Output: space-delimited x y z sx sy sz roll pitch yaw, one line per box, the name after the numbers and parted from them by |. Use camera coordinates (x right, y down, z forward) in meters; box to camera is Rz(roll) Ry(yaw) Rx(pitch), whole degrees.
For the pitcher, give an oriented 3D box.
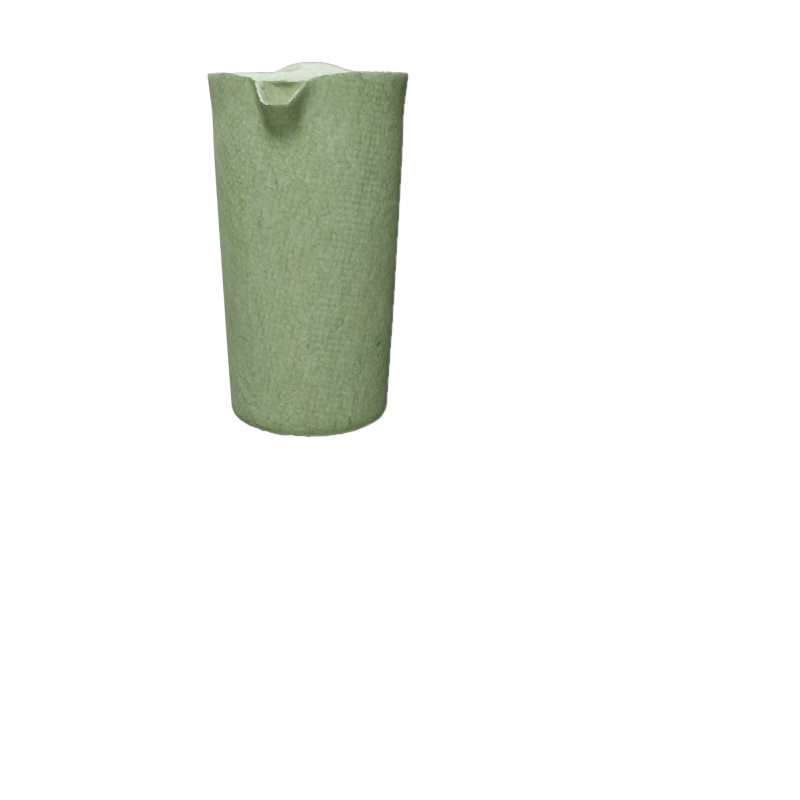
-0.060 -0.109 0.762 0.145 0.238 0.153 -7 12 -35 | pitcher
